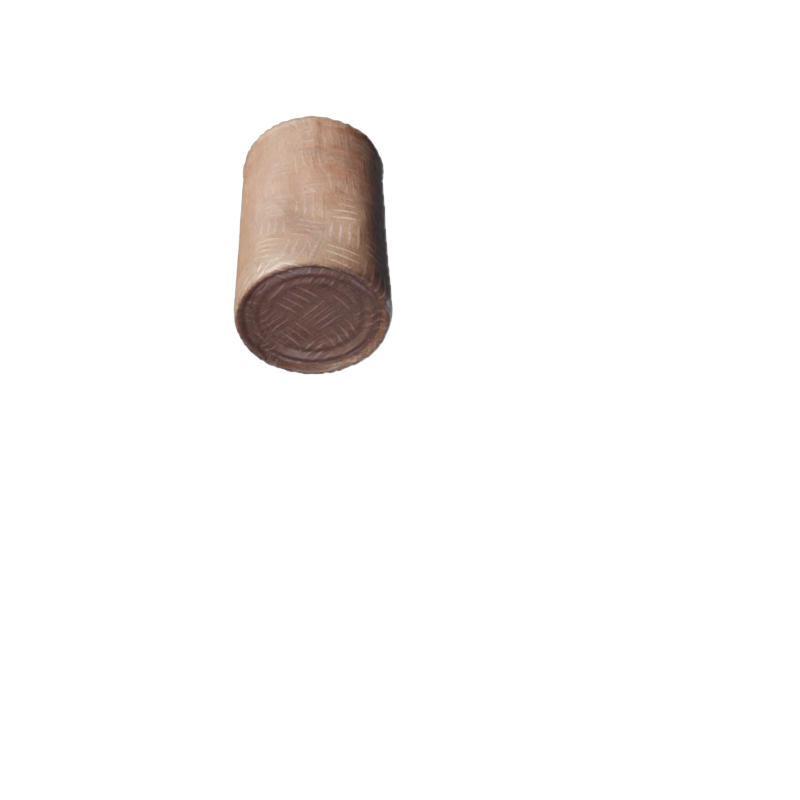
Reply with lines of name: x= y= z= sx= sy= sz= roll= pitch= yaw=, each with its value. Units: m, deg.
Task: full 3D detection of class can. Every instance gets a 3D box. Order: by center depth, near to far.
can: x=-0.039 y=-0.071 z=0.498 sx=0.068 sy=0.064 sz=0.110 roll=-1 pitch=45 yaw=-3
